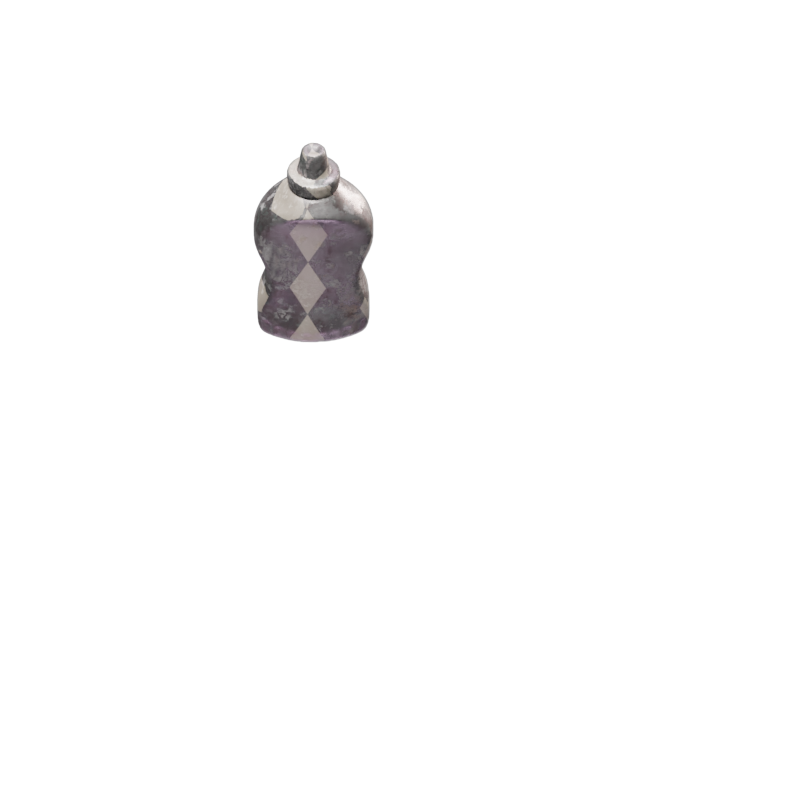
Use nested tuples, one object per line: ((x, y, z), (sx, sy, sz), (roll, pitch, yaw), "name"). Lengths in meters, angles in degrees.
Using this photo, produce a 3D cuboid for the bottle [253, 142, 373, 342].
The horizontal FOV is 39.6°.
((-0.071, -0.129, 0.900), (0.096, 0.063, 0.179), (2, -41, -2), "bottle")
